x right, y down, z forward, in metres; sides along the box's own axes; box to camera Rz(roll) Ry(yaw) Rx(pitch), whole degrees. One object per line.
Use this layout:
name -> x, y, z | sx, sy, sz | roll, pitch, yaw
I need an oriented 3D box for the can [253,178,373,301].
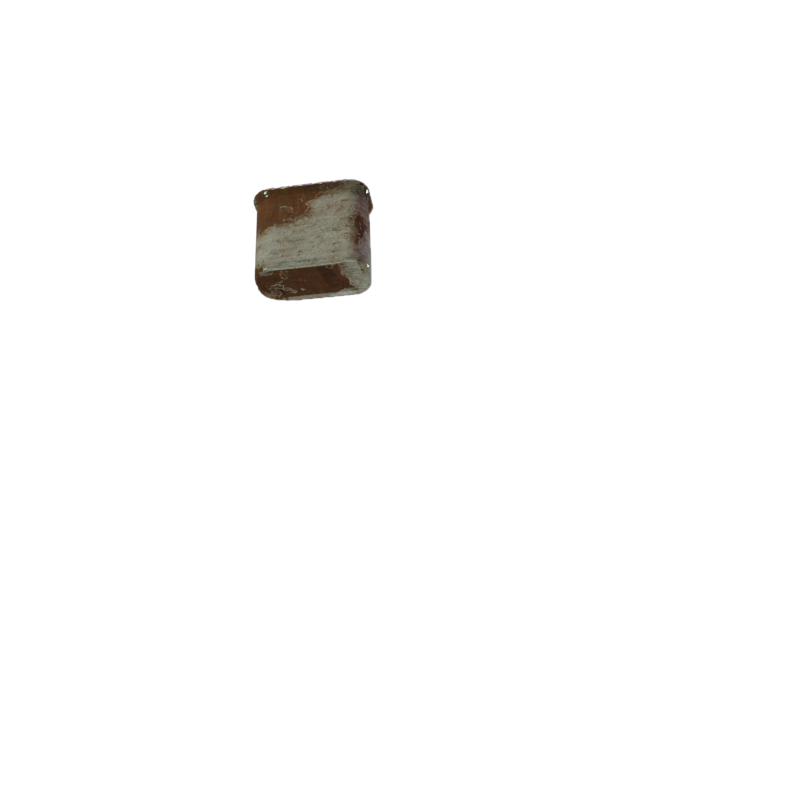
can -> -0.074, -0.134, 0.942 | 0.103, 0.089, 0.053 | -6, -33, 8
